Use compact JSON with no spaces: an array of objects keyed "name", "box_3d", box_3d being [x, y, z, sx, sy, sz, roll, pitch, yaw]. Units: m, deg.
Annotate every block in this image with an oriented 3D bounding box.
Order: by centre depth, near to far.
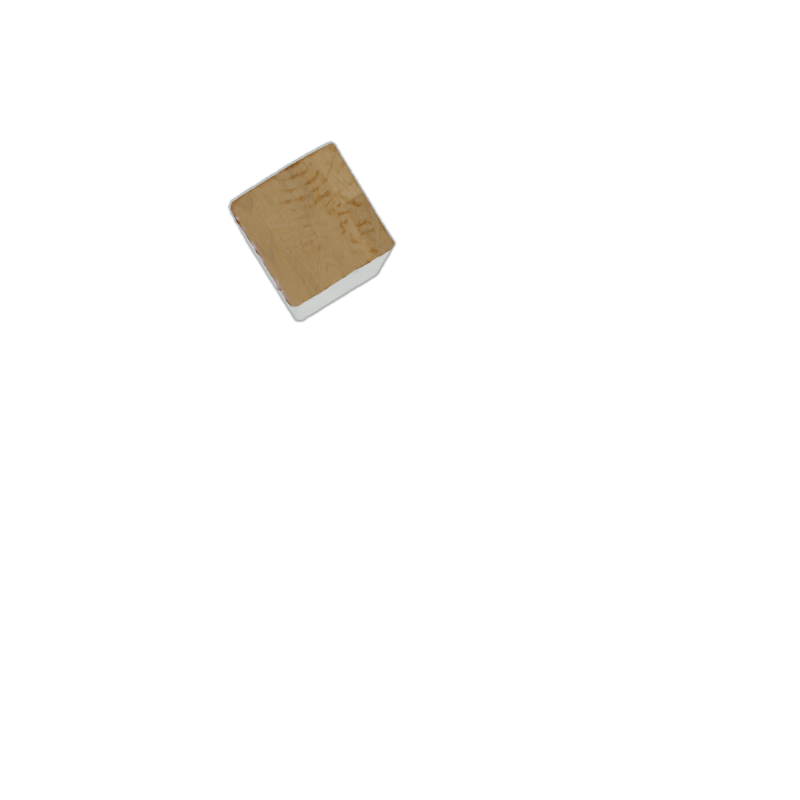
[{"name":"block","box_3d":[-0.070,-0.126,0.884,0.090,0.091,0.205,-32,2,-3]}]
